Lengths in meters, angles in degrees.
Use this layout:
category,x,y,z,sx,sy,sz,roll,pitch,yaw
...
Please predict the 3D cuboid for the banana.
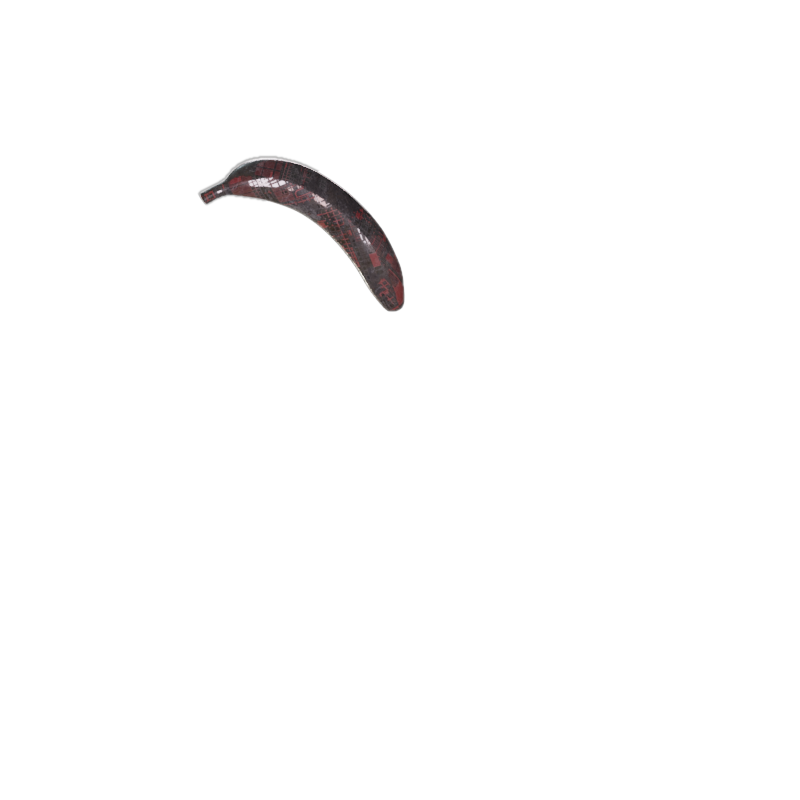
category,x,y,z,sx,sy,sz,roll,pitch,yaw
banana,-0.065,-0.147,0.917,0.192,0.068,0.039,30,22,-13
